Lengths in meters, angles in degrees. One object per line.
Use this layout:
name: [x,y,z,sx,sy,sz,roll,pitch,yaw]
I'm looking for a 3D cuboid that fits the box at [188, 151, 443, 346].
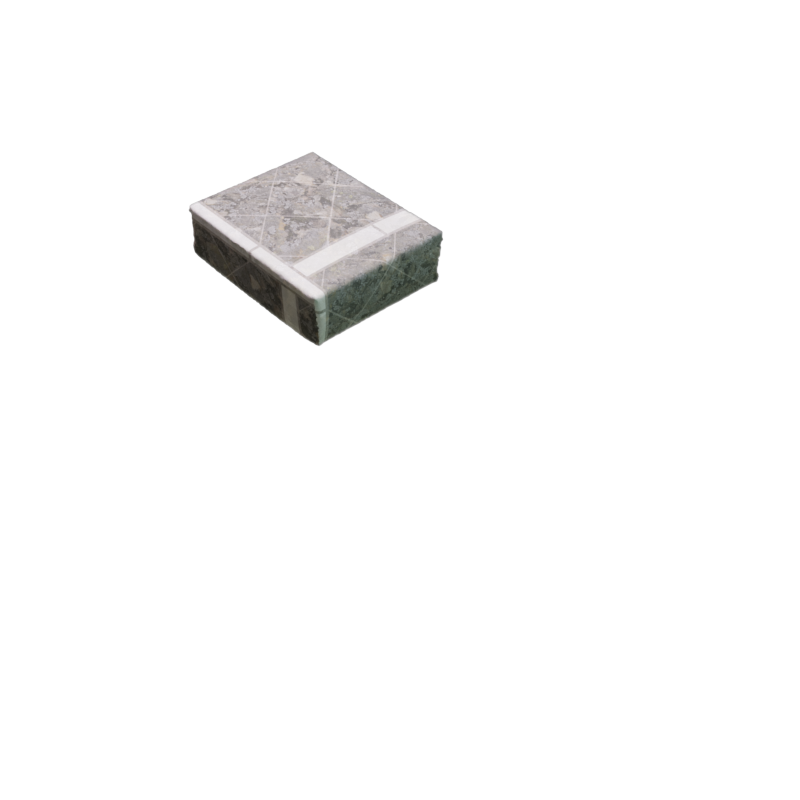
box: [-0.048,-0.087,0.608,0.090,0.036,0.122,-30,50,-29]
